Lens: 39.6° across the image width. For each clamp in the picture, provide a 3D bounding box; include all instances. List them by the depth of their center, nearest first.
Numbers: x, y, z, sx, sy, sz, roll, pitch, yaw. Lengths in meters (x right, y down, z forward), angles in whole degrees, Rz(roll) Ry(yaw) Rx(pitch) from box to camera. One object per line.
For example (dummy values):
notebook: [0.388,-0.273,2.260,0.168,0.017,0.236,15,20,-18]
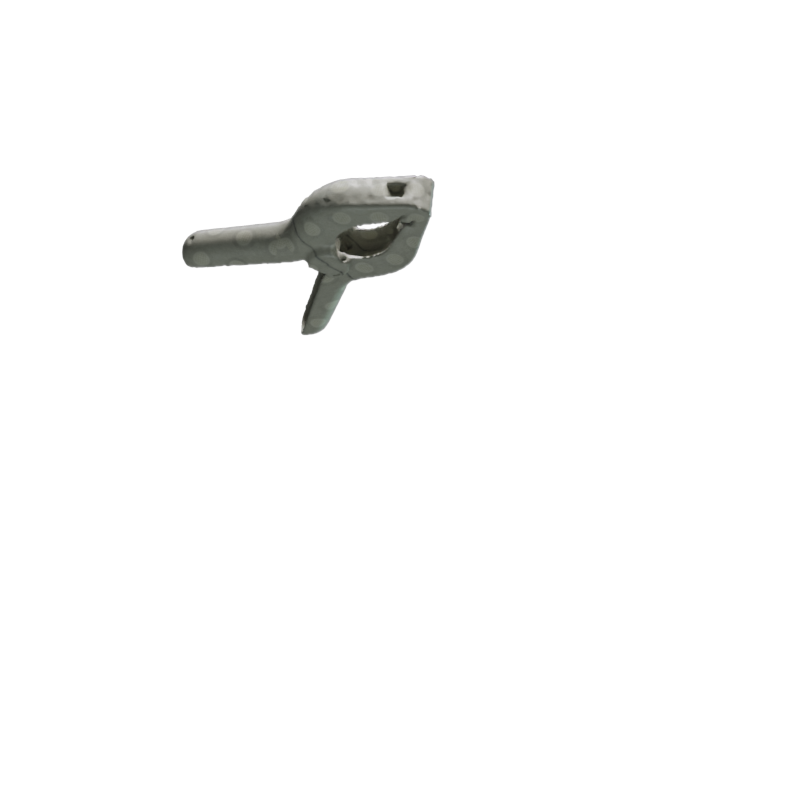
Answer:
clamp: [-0.055,-0.100,0.698,0.114,0.042,0.170,21,-36,-32]
